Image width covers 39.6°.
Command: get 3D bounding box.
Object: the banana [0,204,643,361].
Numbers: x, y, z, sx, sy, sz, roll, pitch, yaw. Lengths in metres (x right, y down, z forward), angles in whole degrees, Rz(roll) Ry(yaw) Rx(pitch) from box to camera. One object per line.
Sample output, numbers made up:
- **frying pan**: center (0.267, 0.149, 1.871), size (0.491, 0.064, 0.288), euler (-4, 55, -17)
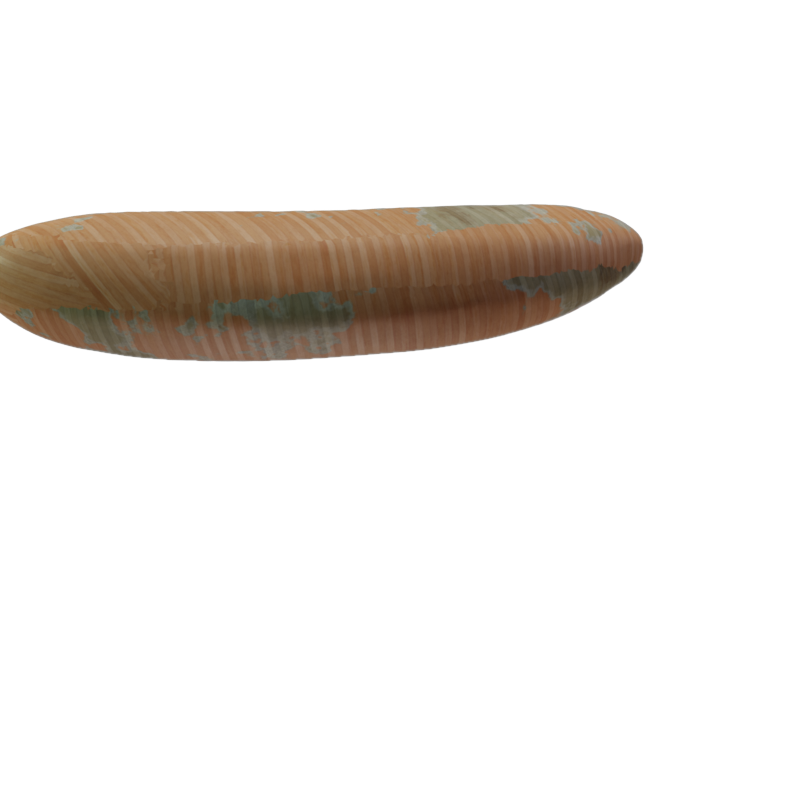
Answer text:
- **banana**: center (-0.027, -0.036, 0.296), size (0.198, 0.035, 0.073), euler (0, 26, 0)
